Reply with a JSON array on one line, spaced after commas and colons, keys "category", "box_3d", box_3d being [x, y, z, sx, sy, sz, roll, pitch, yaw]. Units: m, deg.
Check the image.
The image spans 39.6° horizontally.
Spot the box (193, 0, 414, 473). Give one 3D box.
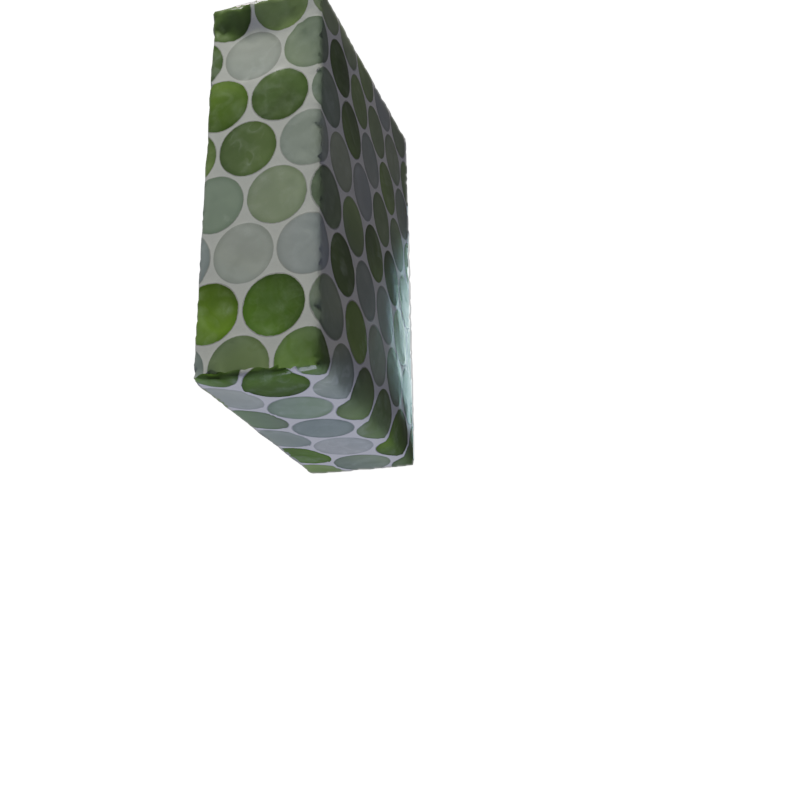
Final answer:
[{"category": "box", "box_3d": [-0.047, -0.086, 0.601, 0.073, 0.226, 0.153, -9, -25, 15]}]
